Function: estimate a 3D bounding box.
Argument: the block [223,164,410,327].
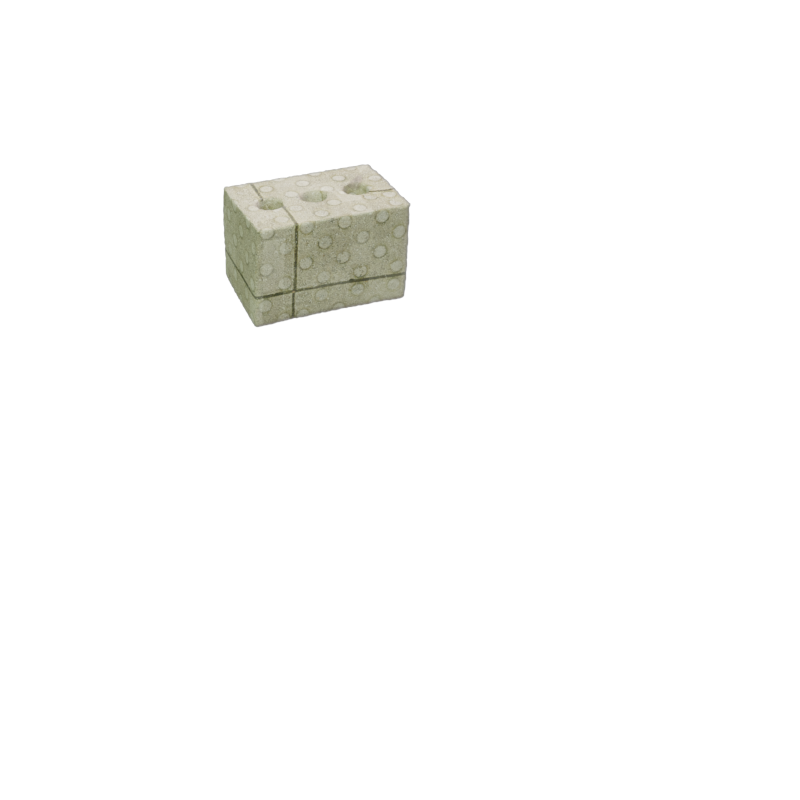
[{"bbox_3d":[-0.042,-0.076,0.534,0.077,0.048,0.057,-13,36,-20],"label":"block"}]
